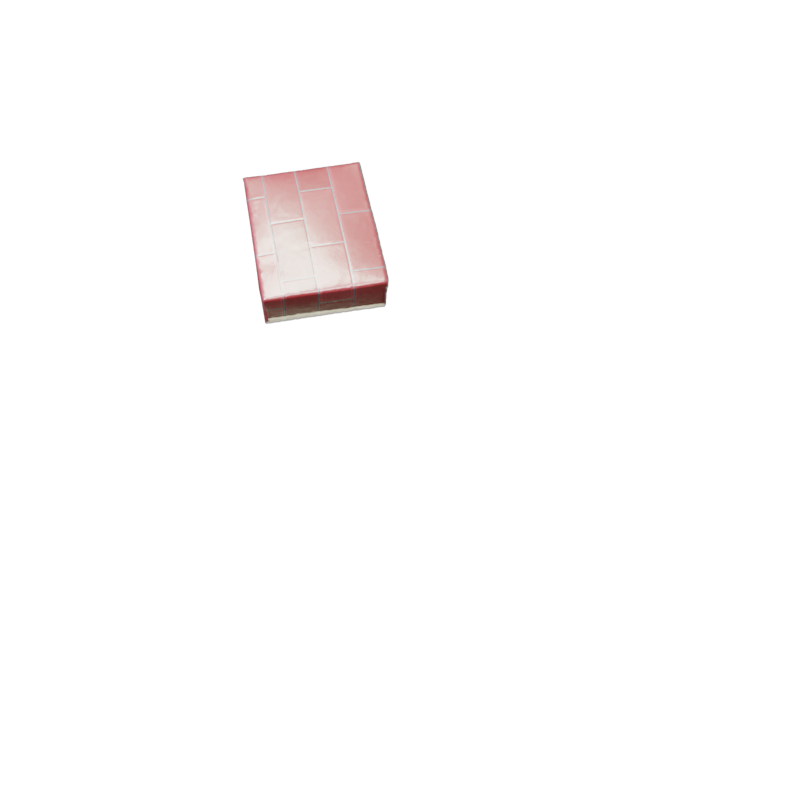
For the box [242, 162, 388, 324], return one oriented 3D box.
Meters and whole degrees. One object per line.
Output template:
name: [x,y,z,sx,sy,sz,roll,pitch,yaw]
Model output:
box: [-0.063,-0.116,0.809,0.089,0.122,0.036,-9,-33,-7]
